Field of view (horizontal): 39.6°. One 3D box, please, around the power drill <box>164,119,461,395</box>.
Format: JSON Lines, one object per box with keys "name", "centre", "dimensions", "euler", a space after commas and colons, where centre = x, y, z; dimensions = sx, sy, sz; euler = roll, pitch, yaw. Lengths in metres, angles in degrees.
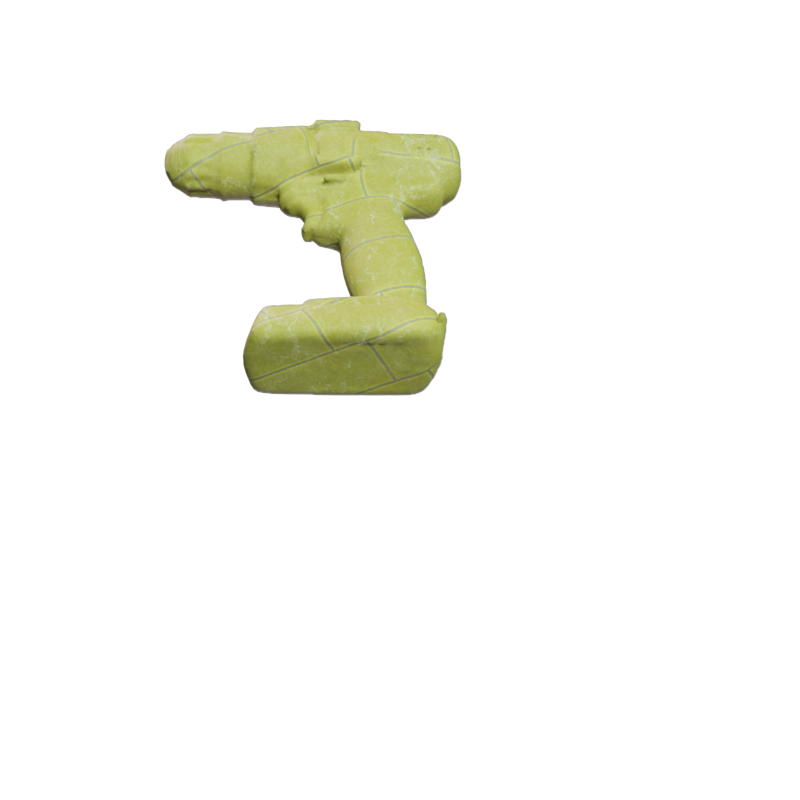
{"name": "power drill", "centre": [-0.050, -0.092, 0.643], "dimensions": [0.184, 0.202, 0.053], "euler": [-1, -41, -1]}
